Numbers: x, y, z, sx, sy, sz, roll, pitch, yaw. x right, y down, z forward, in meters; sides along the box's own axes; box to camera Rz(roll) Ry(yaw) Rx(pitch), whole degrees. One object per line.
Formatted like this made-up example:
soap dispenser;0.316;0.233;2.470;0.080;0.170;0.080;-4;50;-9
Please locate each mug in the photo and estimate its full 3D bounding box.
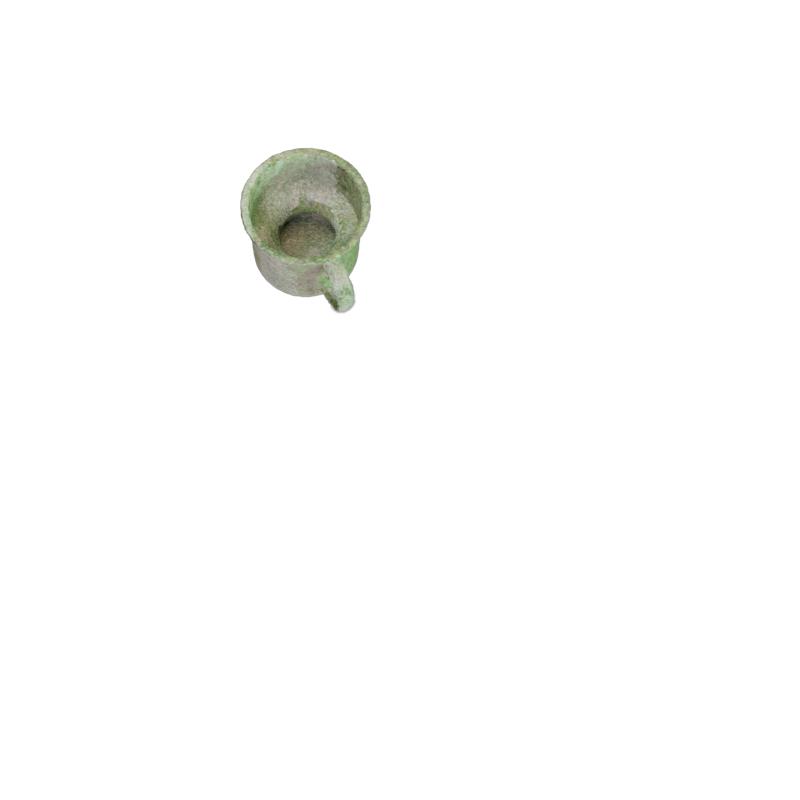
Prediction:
mug;-0.064;-0.117;0.817;0.093;0.123;0.077;-27;-19;-11
